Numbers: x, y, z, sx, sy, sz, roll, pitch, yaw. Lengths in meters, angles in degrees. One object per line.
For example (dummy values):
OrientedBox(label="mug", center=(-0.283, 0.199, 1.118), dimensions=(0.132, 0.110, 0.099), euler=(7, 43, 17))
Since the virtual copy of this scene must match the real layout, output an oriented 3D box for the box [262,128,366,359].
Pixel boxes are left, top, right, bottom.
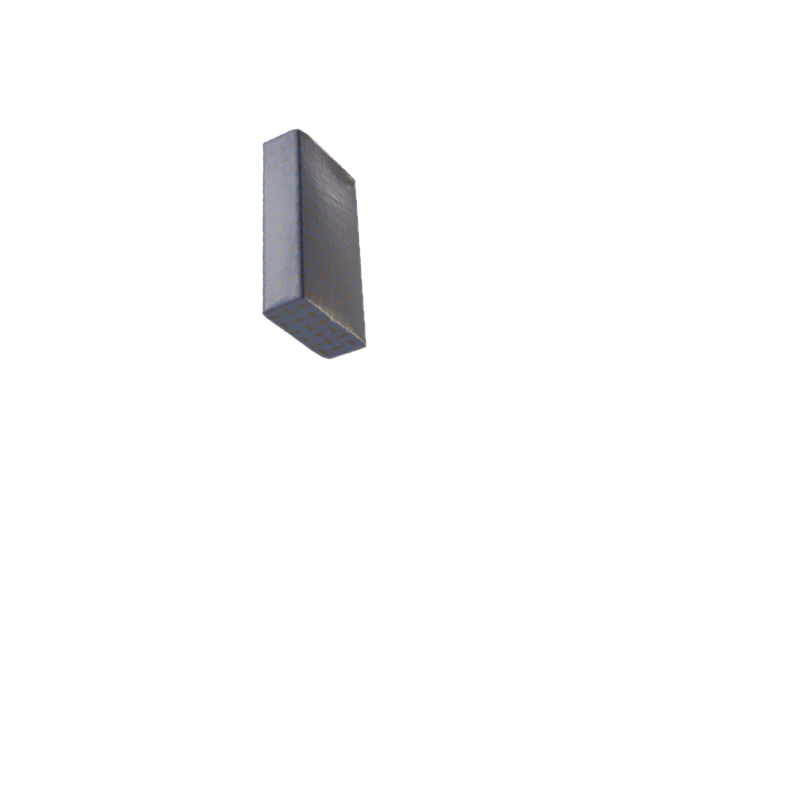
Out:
OrientedBox(label="box", center=(-0.072, -0.131, 0.916), dimensions=(0.048, 0.188, 0.086), euler=(-21, -36, 26))
